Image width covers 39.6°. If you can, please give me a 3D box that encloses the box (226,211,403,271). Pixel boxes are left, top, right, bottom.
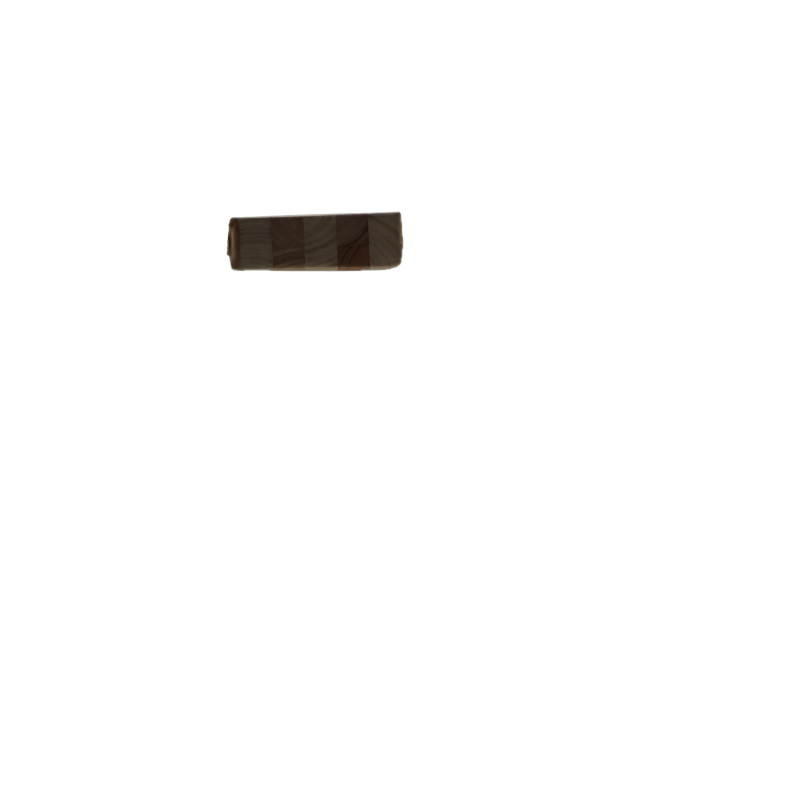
[{"bbox_3d":[-0.059,-0.107,0.749,0.113,0.039,0.091,0,7,-4],"label":"box"}]
